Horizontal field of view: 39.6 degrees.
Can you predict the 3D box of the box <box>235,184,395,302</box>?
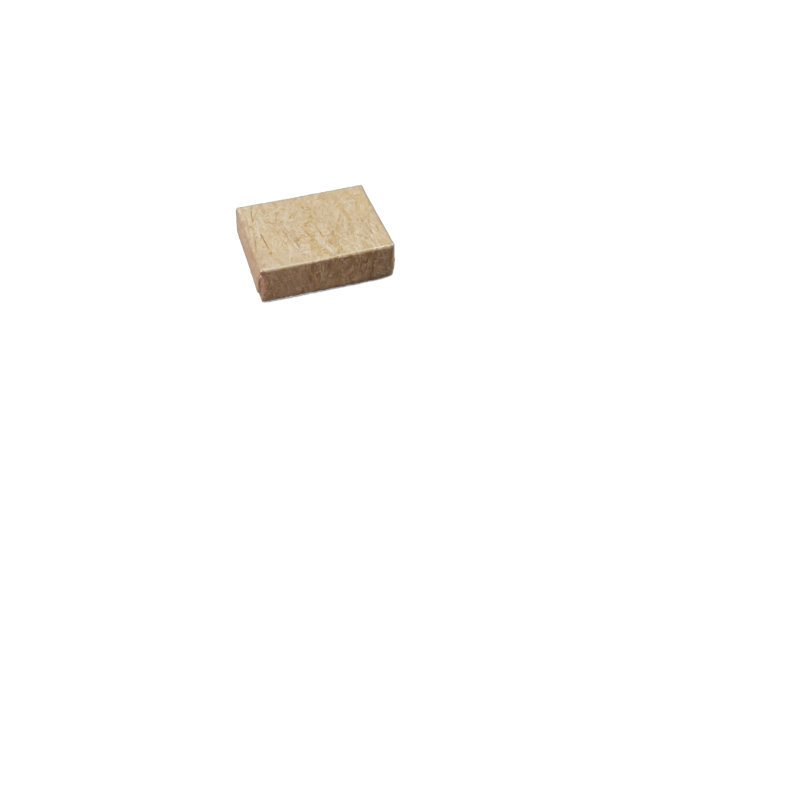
[{"bbox_3d":[-0.071,-0.129,0.905,0.112,0.036,0.097,-11,44,-13],"label":"box"}]
